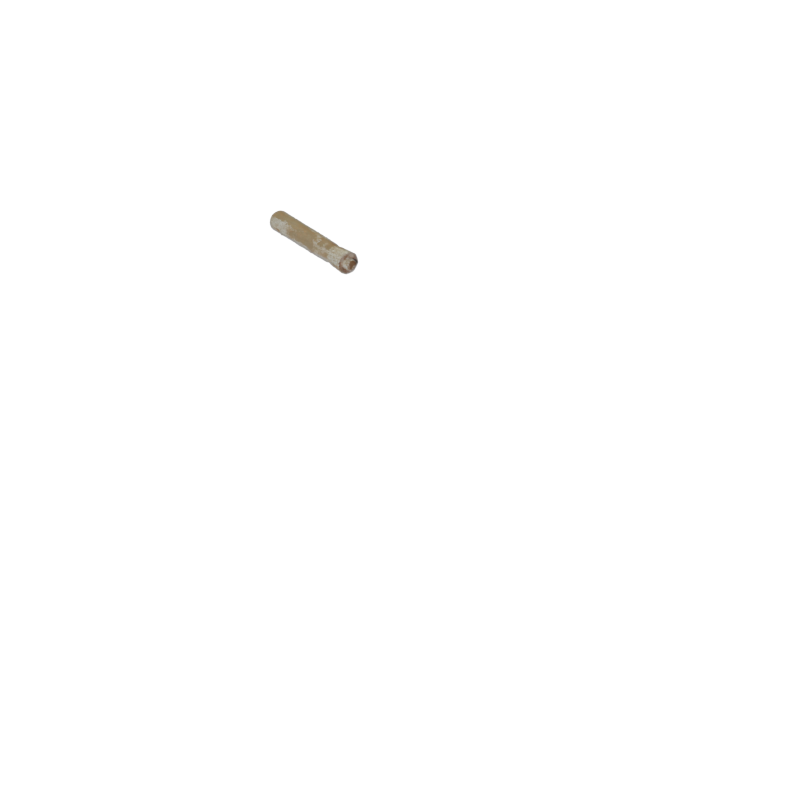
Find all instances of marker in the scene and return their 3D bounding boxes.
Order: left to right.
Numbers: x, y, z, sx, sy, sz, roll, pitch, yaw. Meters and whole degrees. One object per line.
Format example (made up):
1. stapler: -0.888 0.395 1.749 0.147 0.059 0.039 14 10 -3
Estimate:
1. marker: -0.073 -0.133 0.929 0.019 0.019 0.130 -3 25 -34
